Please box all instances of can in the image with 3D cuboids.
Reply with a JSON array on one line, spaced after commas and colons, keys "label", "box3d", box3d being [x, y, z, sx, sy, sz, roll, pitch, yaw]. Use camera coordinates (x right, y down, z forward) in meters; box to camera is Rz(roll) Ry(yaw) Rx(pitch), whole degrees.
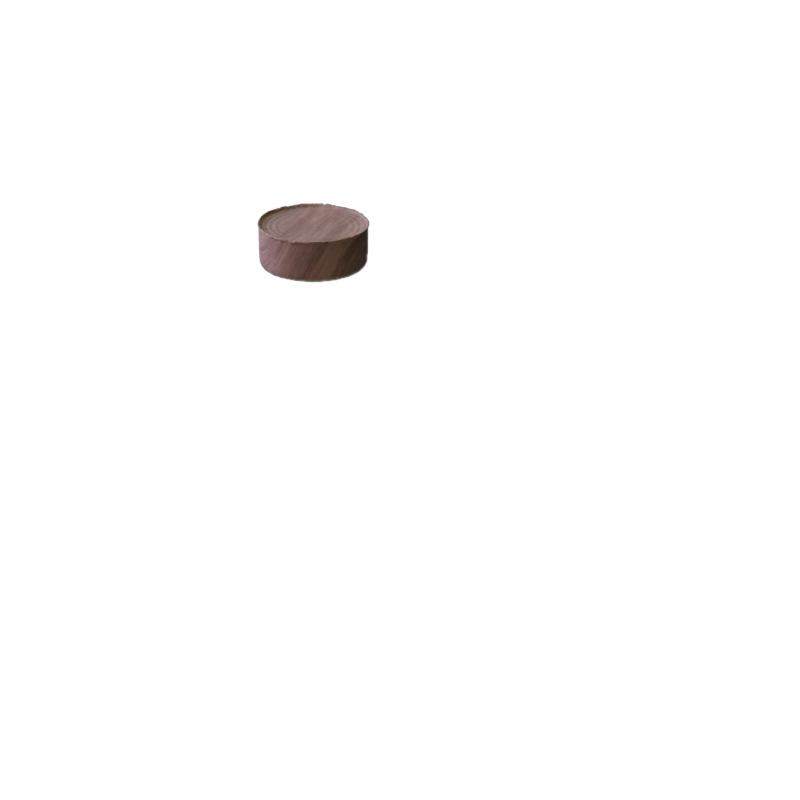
[{"label": "can", "box3d": [-0.067, -0.122, 0.853, 0.086, 0.032, 0.091, -1, 27, -2]}]
